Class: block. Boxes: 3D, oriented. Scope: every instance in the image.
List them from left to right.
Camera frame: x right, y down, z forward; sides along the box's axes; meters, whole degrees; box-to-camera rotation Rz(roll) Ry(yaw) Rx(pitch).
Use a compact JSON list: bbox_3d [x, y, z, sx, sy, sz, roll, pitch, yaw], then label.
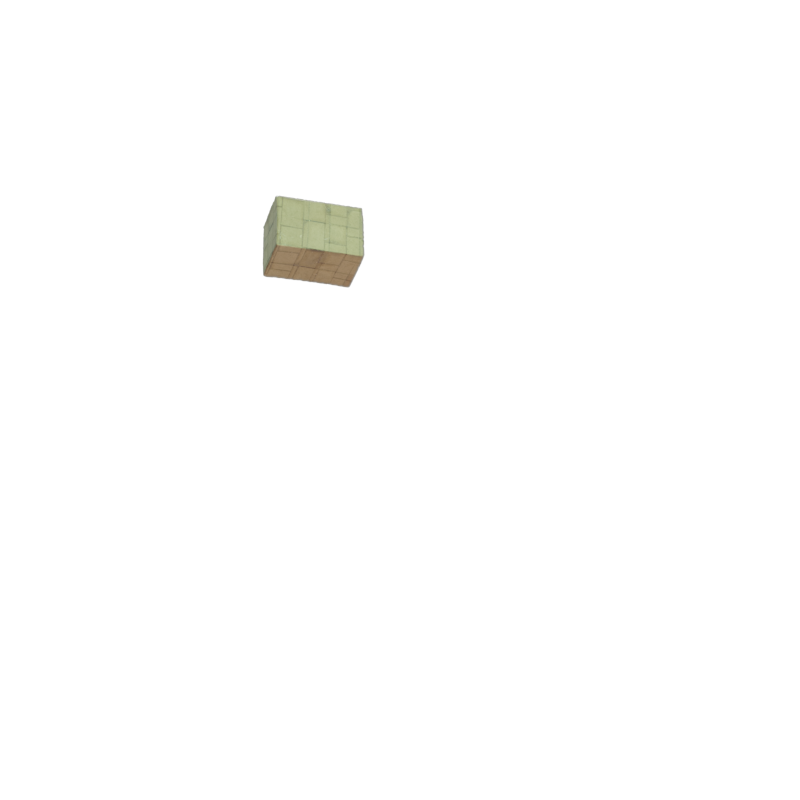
[{"bbox_3d":[-0.074,-0.135,0.942,0.076,0.055,0.050,7,-31,-14],"label":"block"}]
